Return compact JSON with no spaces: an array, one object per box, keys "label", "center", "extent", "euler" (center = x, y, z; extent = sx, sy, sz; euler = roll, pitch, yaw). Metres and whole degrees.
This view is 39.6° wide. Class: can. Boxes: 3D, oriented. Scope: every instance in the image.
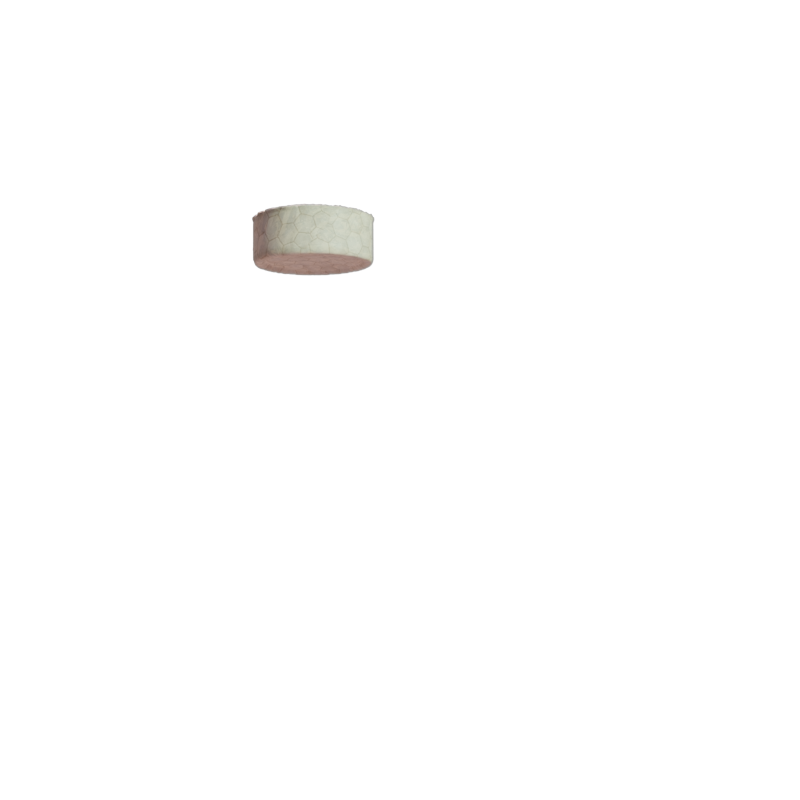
[{"label":"can","center":[-0.061,-0.111,0.776],"extent":[0.086,0.034,0.084],"euler":[0,-5,-2]}]
